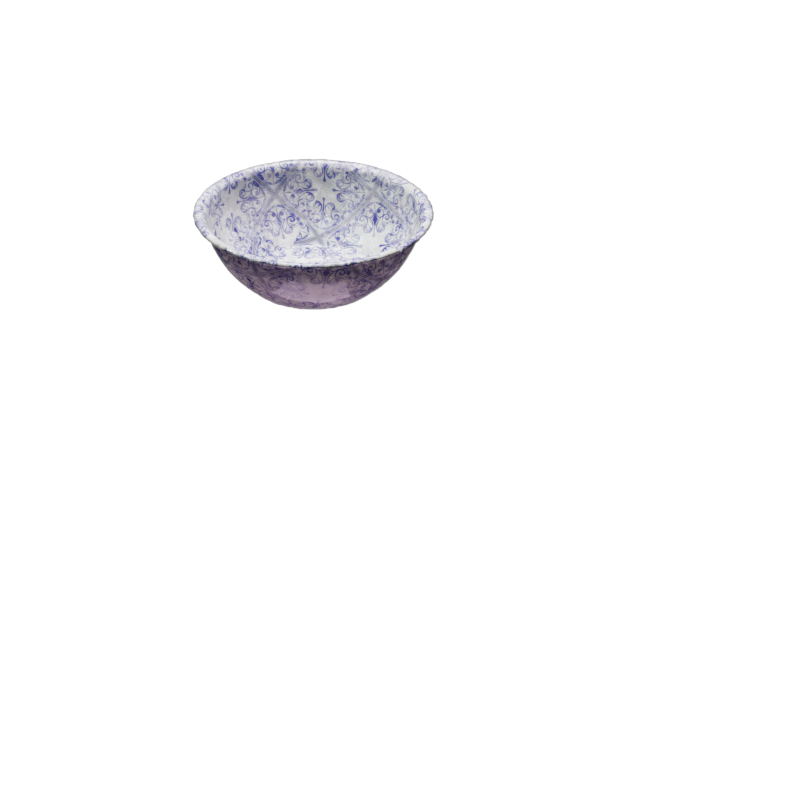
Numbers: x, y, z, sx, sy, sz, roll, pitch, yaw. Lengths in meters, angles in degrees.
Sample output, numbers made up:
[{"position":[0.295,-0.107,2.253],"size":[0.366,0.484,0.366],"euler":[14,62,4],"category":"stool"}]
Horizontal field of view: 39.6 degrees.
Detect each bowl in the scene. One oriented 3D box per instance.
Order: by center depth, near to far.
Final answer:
[{"position":[-0.059,-0.108,0.758],"size":[0.162,0.052,0.173],"euler":[-1,33,-2],"category":"bowl"}]
